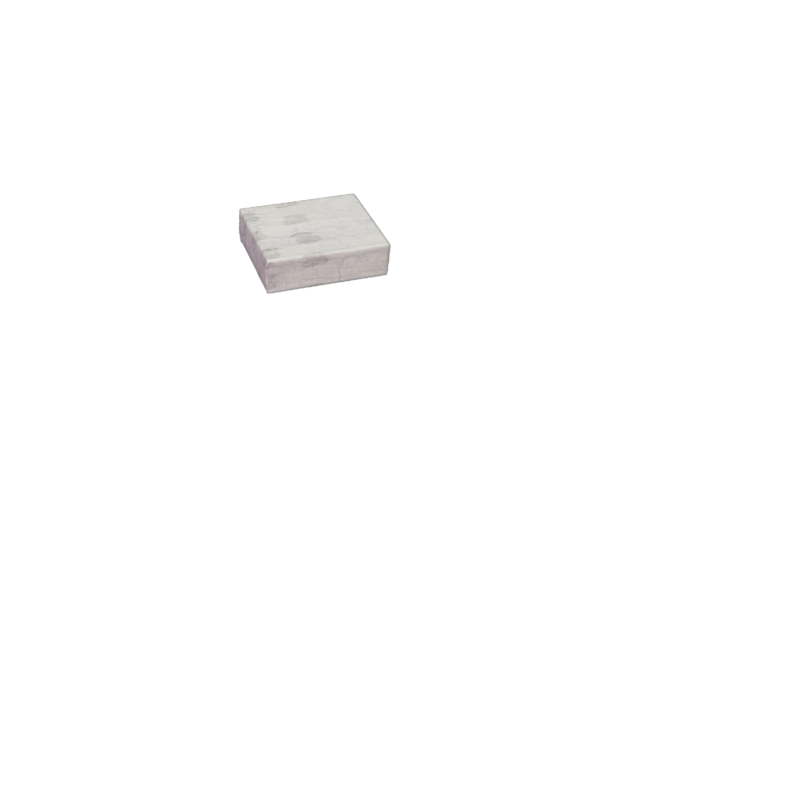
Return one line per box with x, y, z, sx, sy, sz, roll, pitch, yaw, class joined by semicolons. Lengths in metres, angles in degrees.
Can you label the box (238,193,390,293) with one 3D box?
-0.076;-0.139;0.970;0.112;0.036;0.097;-13;39;-16;box
